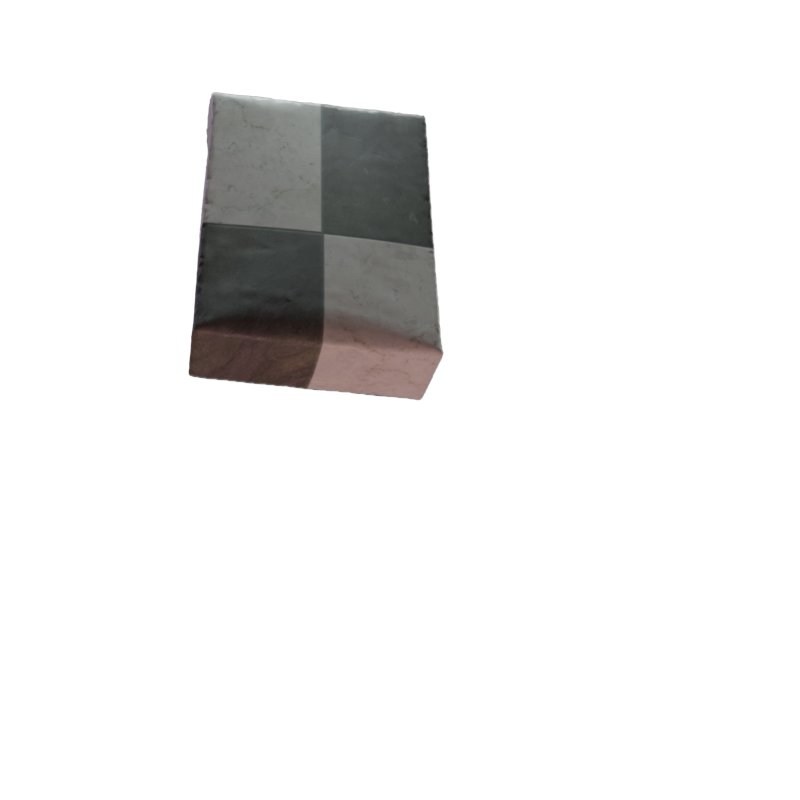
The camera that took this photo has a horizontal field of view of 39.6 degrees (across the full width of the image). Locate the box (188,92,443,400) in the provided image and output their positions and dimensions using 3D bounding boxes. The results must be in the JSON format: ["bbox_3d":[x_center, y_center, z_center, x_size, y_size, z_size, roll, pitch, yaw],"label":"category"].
[{"bbox_3d":[-0.062,-0.113,0.788,0.162,0.229,0.068,4,-35,-9],"label":"box"}]
